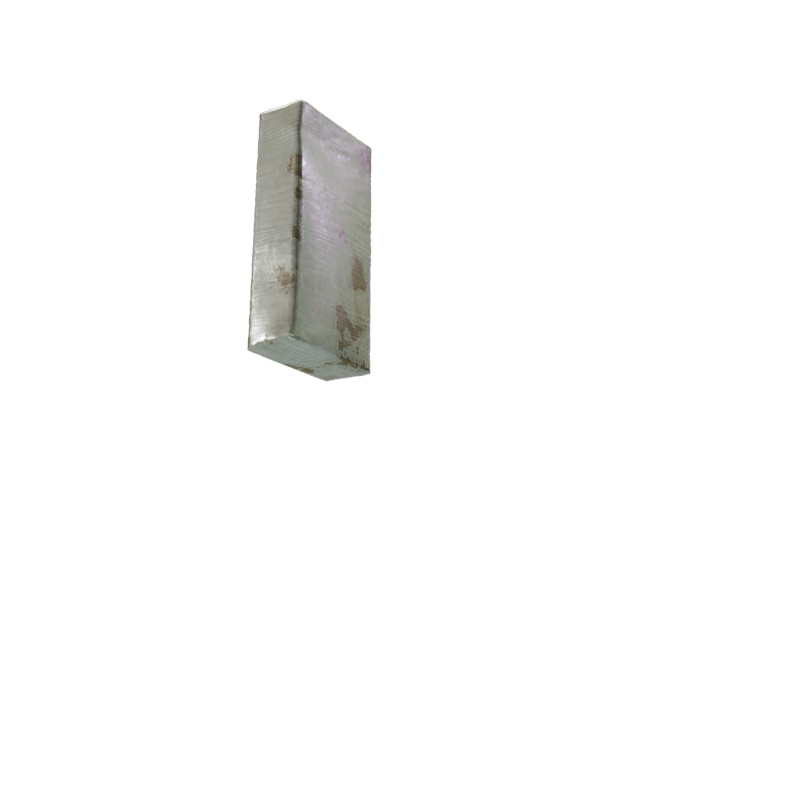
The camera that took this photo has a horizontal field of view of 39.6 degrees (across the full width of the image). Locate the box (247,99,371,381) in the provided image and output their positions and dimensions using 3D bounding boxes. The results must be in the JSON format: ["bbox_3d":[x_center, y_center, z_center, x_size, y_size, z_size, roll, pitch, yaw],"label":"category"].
[{"bbox_3d":[-0.061,-0.111,0.776,0.049,0.186,0.087,-16,-26,30],"label":"box"}]
